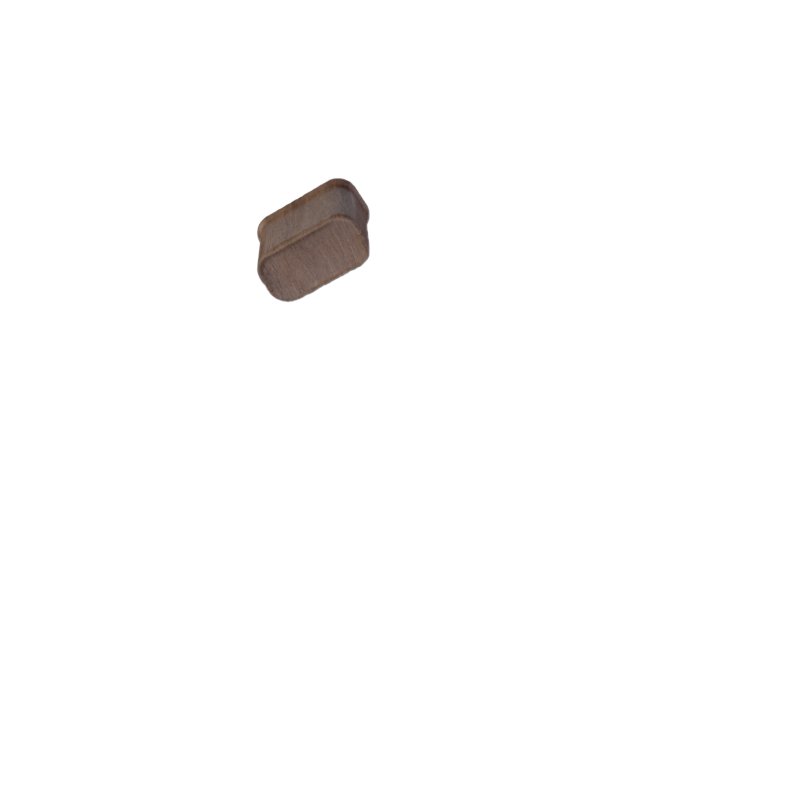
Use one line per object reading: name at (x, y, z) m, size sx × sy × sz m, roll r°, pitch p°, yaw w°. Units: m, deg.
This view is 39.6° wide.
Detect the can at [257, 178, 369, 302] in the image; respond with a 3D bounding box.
can at (-0.076, -0.138, 0.968) m, size 0.102 × 0.054 × 0.089 m, roll -28°, pitch 26°, yaw 12°
